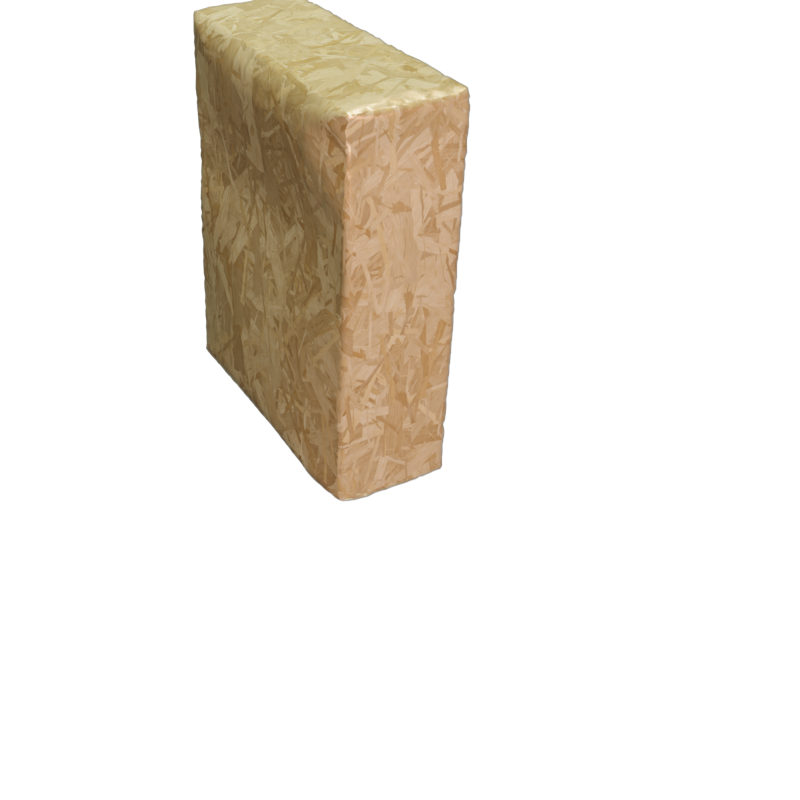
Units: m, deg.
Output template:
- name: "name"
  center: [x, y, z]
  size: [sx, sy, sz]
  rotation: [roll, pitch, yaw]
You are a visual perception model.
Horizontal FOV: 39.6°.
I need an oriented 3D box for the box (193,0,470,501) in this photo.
- name: "box"
  center: [-0.045, -0.082, 0.574]
  size: [0.071, 0.201, 0.177]
  rotation: [-16, 37, -27]
